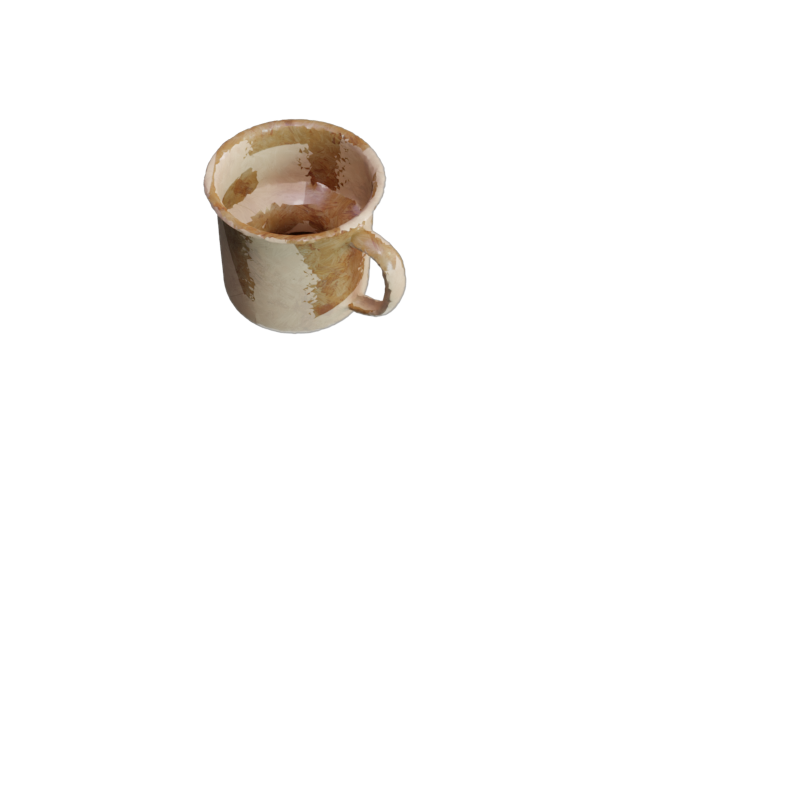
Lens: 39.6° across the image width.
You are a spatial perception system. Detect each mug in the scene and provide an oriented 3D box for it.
[{"bbox_3d":[-0.046,-0.084,0.589,0.123,0.076,0.095,30,55,22],"label":"mug"}]
